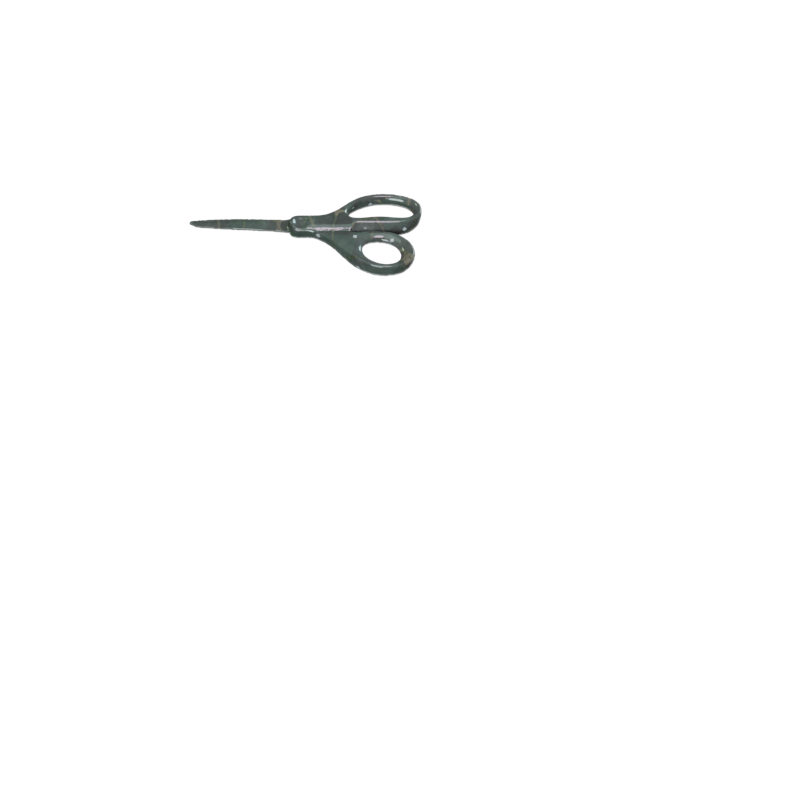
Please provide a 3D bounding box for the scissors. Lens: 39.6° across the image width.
[{"bbox_3d":[-0.075,-0.137,0.957,0.200,0.104,0.015,-11,-38,-9],"label":"scissors"}]
